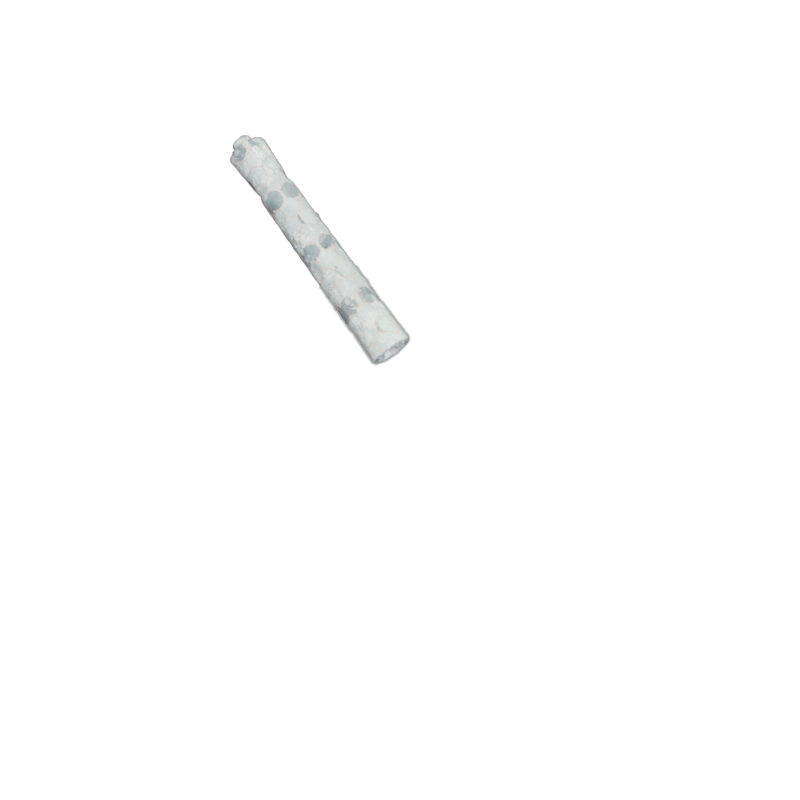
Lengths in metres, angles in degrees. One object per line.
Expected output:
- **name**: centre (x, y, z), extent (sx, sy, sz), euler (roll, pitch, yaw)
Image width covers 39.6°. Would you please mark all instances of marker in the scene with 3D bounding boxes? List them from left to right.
- **marker**: centre (-0.038, -0.069, 0.485), extent (0.020, 0.127, 0.019), euler (-31, -19, -12)
